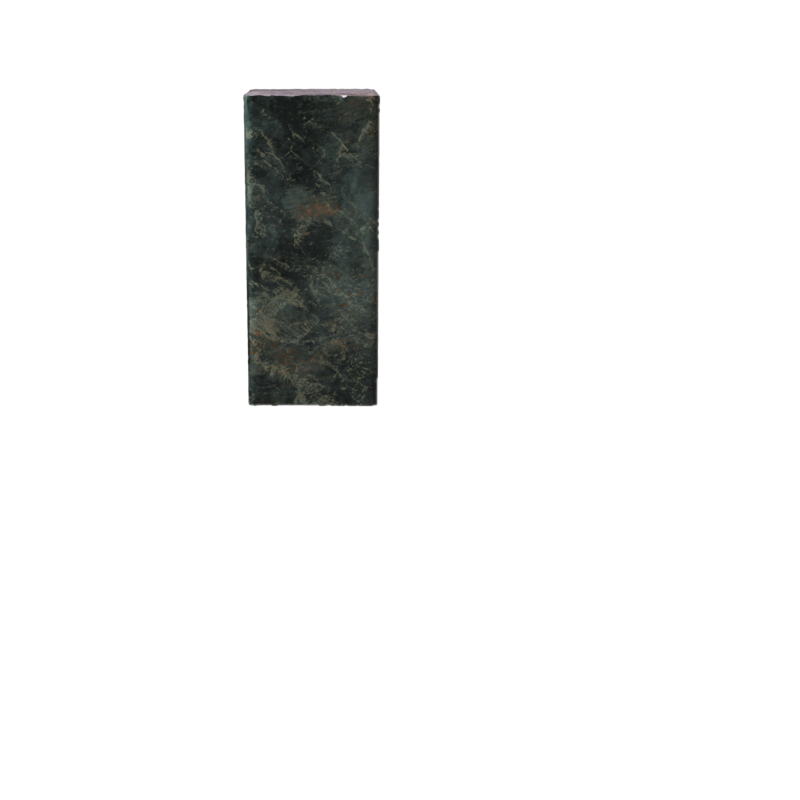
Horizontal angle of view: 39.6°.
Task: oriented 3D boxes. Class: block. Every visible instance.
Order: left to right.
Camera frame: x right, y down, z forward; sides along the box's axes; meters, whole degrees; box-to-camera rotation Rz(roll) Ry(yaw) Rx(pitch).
[{"bbox_3d":[-0.060,-0.109,0.764,0.090,0.200,0.093,0,13,-2],"label":"block"}]
